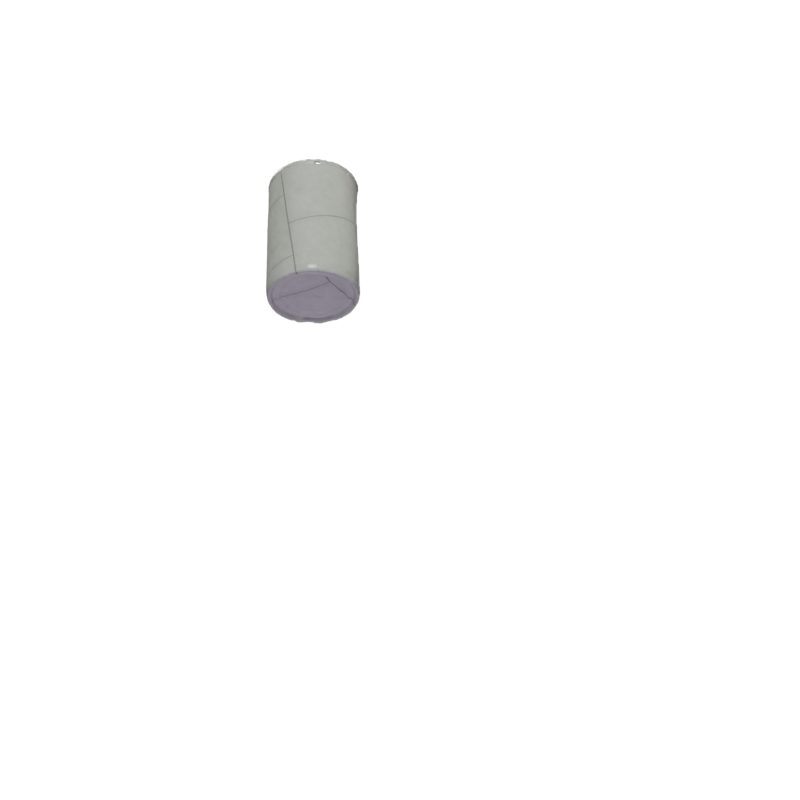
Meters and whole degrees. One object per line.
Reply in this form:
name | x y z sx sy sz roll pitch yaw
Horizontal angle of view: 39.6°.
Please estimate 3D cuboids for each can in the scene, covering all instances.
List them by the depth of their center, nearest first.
can | -0.063 -0.115 0.807 0.068 0.109 0.064 -1 -35 -2
